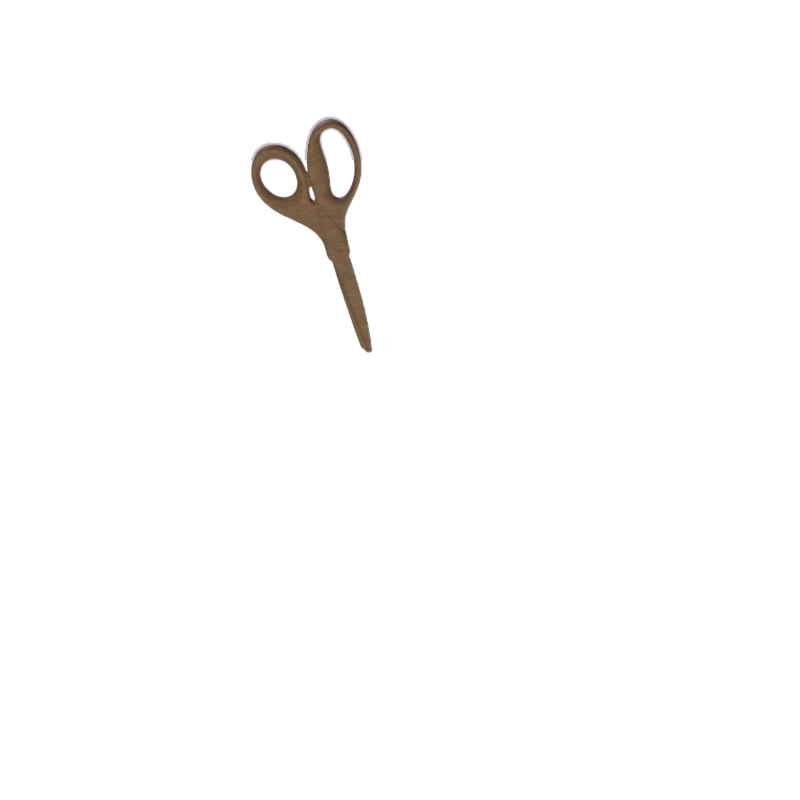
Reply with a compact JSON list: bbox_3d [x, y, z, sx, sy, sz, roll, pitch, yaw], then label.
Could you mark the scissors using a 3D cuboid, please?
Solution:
[{"bbox_3d":[-0.070,-0.128,0.894,0.096,0.192,0.017,1,22,0],"label":"scissors"}]
